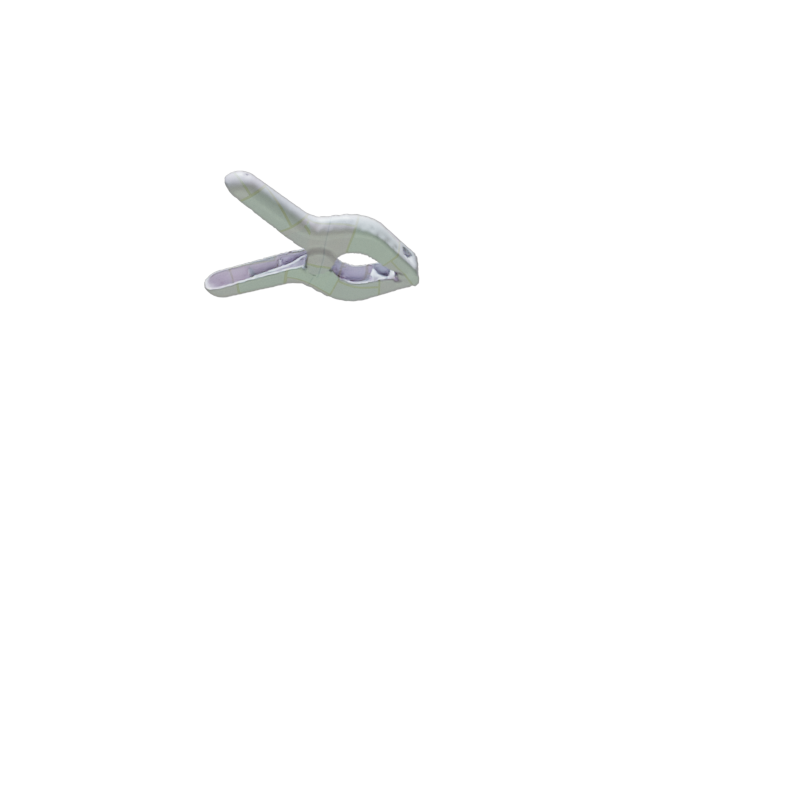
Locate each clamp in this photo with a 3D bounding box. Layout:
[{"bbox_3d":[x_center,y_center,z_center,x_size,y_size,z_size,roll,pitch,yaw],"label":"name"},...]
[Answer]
[{"bbox_3d":[-0.068,-0.124,0.866,0.171,0.042,0.112,2,-41,-3],"label":"clamp"}]
